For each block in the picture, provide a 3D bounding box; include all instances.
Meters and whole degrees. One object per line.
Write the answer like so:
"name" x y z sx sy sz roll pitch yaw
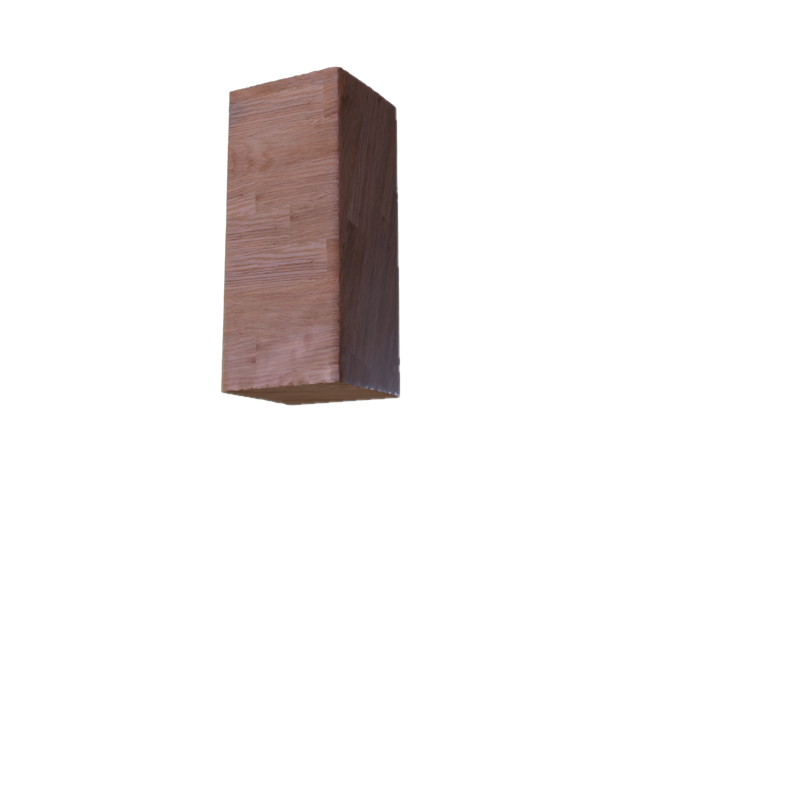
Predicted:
"block" -0.058 -0.107 0.747 0.093 0.213 0.085 -8 -15 27
